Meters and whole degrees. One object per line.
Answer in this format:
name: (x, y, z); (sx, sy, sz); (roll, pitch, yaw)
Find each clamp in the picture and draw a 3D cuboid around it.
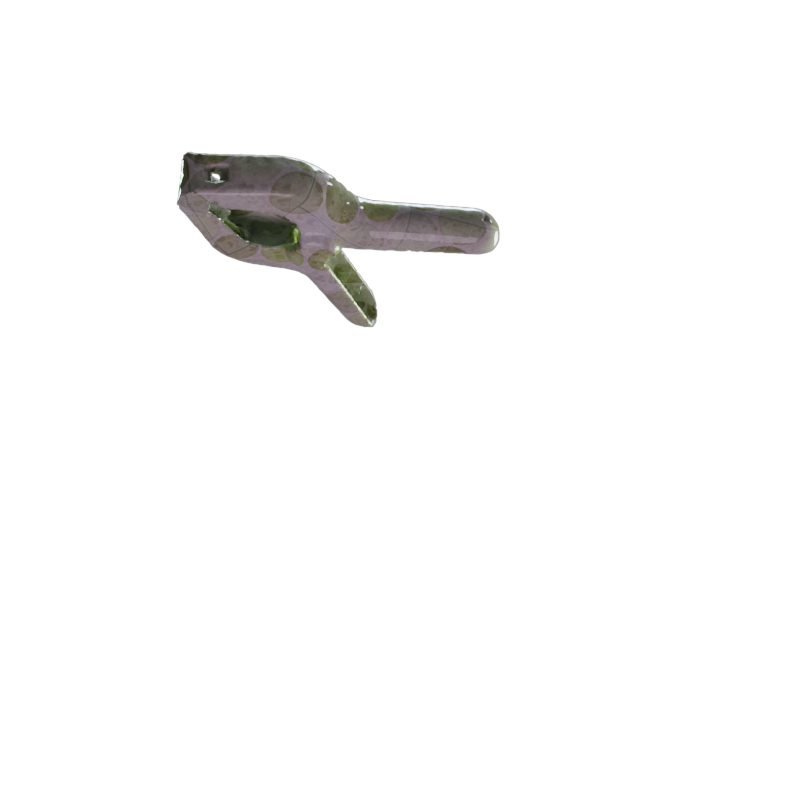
clamp: (-0.047, -0.086, 0.600); (0.165, 0.042, 0.117); (16, -38, -22)
